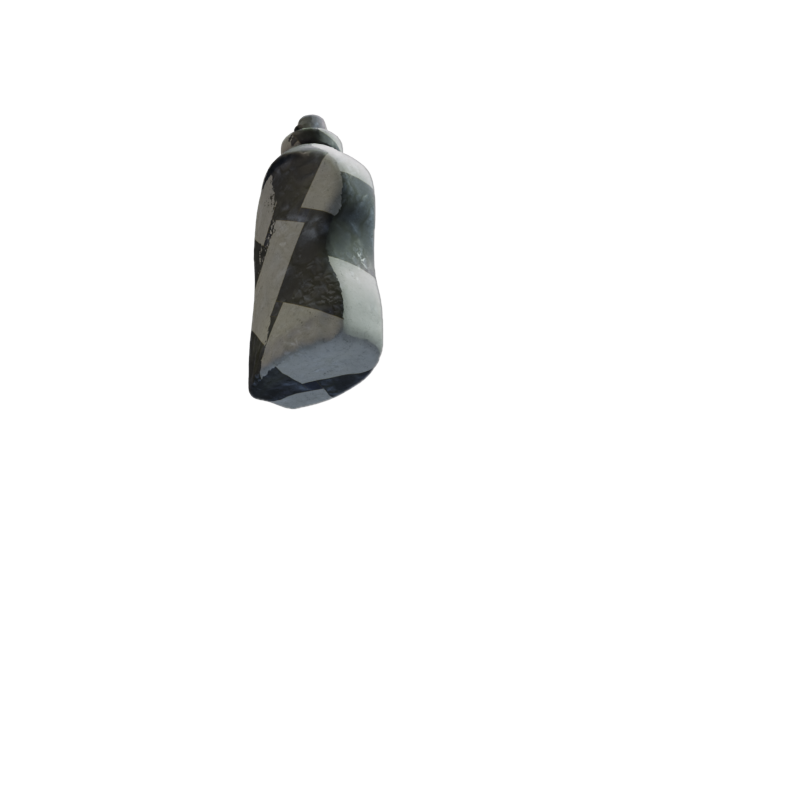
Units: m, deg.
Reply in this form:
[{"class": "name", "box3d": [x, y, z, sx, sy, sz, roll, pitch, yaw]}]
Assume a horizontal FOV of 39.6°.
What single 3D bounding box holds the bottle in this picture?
[{"class": "bottle", "box3d": [-0.054, -0.099, 0.689, 0.055, 0.204, 0.095, 20, -37, -32]}]
